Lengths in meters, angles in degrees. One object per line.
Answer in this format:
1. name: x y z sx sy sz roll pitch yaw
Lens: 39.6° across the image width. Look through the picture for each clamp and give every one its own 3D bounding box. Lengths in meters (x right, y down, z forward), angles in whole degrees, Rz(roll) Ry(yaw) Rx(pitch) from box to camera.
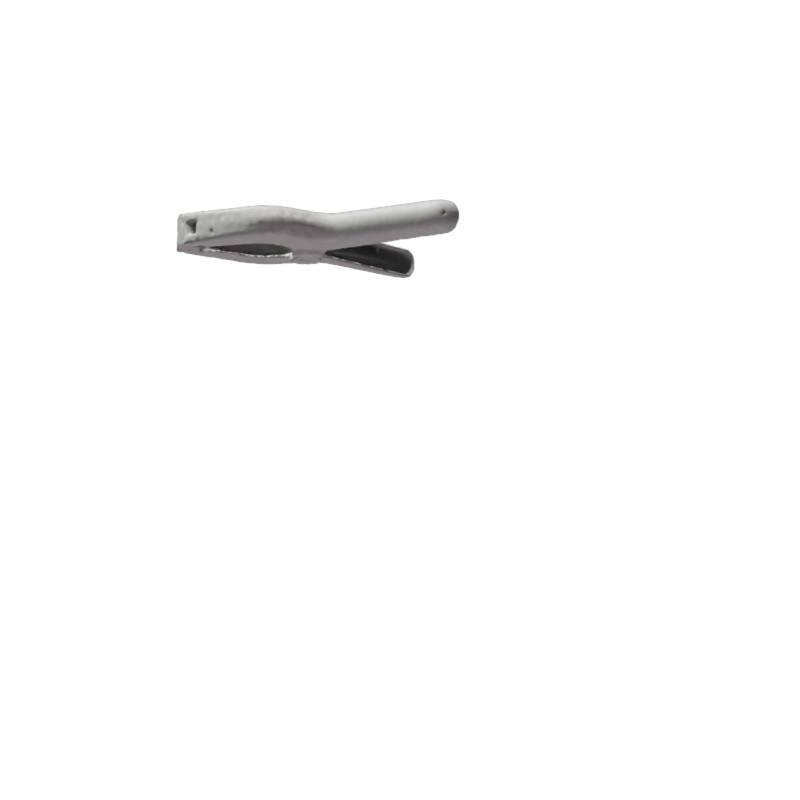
1. clamp: -0.068 -0.125 0.873 0.210 0.037 0.160 0 -9 -2
